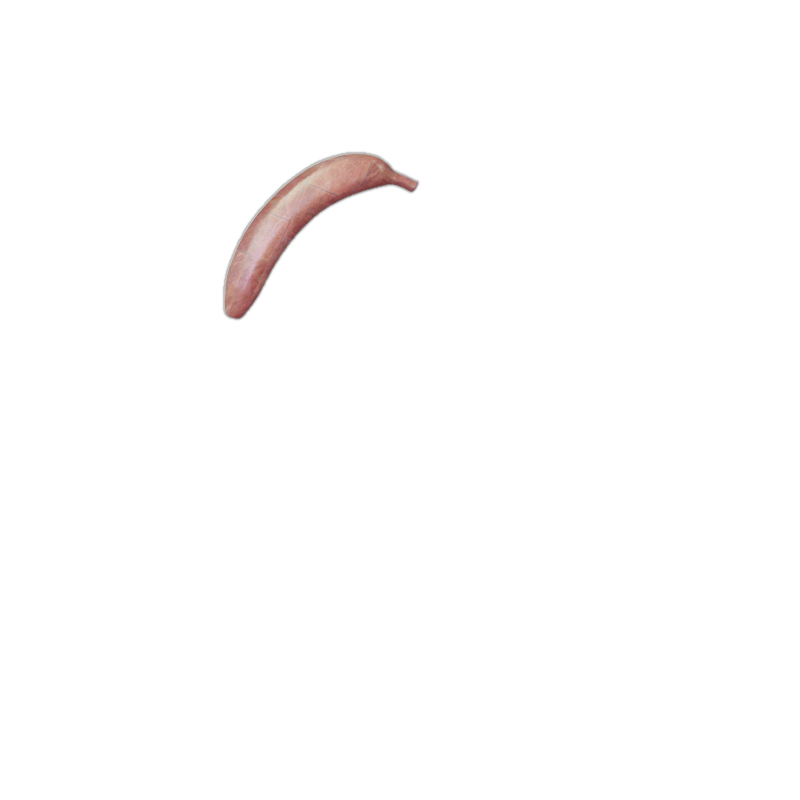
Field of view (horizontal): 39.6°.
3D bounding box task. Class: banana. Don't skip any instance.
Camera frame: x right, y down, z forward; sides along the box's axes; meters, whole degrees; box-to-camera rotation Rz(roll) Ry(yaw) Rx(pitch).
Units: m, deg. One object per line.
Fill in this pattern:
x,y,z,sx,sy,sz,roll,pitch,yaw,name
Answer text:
-0.081,-0.150,0.931,0.198,0.070,0.036,-36,-1,-2,banana
